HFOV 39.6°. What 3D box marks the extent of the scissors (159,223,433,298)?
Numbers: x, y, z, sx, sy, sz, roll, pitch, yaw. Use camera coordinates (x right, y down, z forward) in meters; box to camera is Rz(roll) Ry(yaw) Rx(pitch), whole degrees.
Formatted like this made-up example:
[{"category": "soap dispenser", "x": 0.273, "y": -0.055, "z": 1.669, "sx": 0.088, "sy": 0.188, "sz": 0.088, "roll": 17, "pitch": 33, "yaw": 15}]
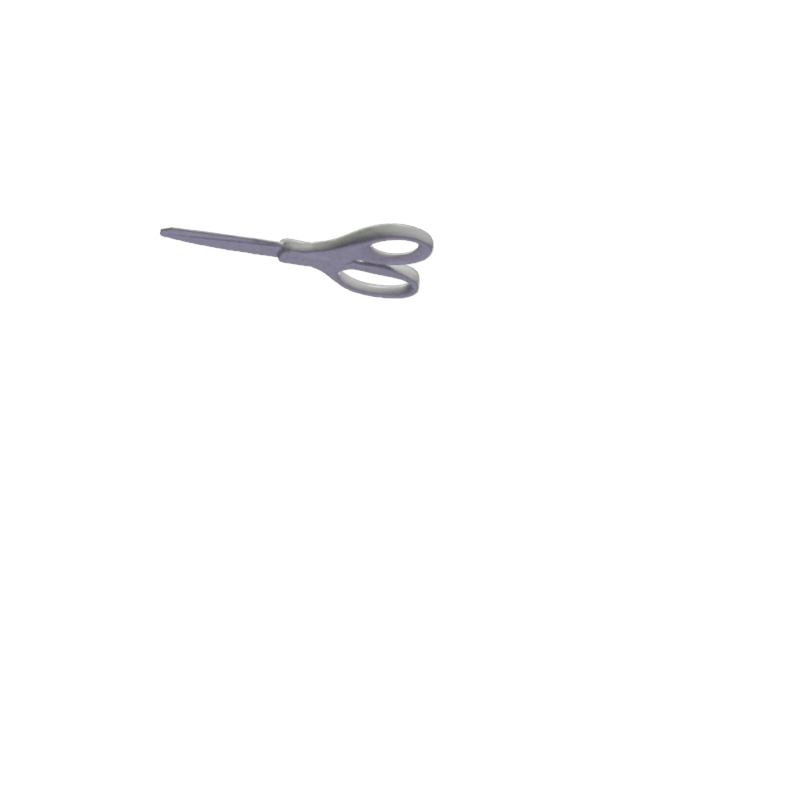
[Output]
[{"category": "scissors", "x": -0.063, "y": -0.115, "z": 0.805, "sx": 0.193, "sy": 0.017, "sz": 0.095, "roll": 16, "pitch": -32, "yaw": -27}]
